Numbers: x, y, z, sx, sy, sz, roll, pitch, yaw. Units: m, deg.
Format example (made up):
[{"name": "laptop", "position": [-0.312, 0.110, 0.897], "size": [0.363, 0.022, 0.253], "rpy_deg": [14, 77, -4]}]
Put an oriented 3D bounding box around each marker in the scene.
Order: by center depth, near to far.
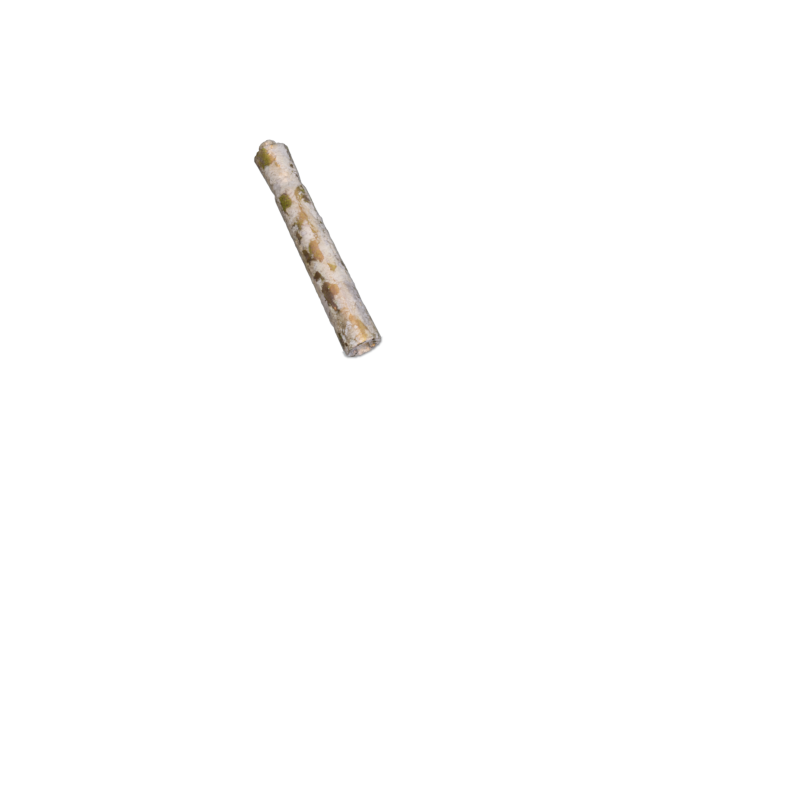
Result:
[{"name": "marker", "position": [-0.042, -0.077, 0.542], "size": [0.020, 0.128, 0.019], "rpy_deg": [-21, -23, -10]}]
